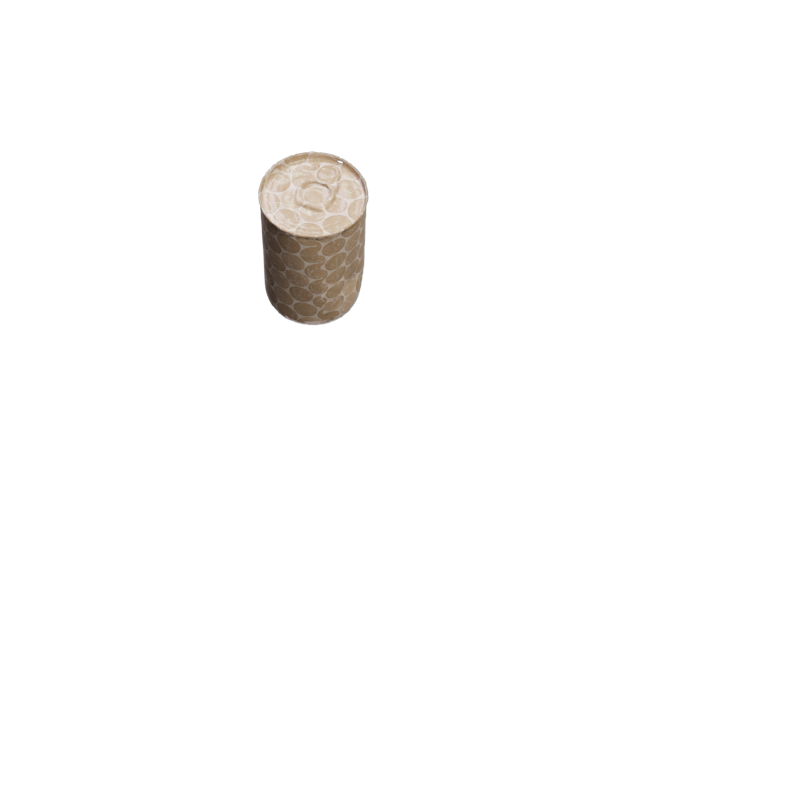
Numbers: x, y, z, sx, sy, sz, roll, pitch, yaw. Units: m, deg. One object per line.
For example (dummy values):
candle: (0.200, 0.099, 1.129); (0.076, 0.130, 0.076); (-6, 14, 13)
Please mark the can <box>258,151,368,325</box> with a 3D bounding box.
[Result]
can: (-0.057, -0.103, 0.722); (0.068, 0.073, 0.096); (0, -32, -3)
